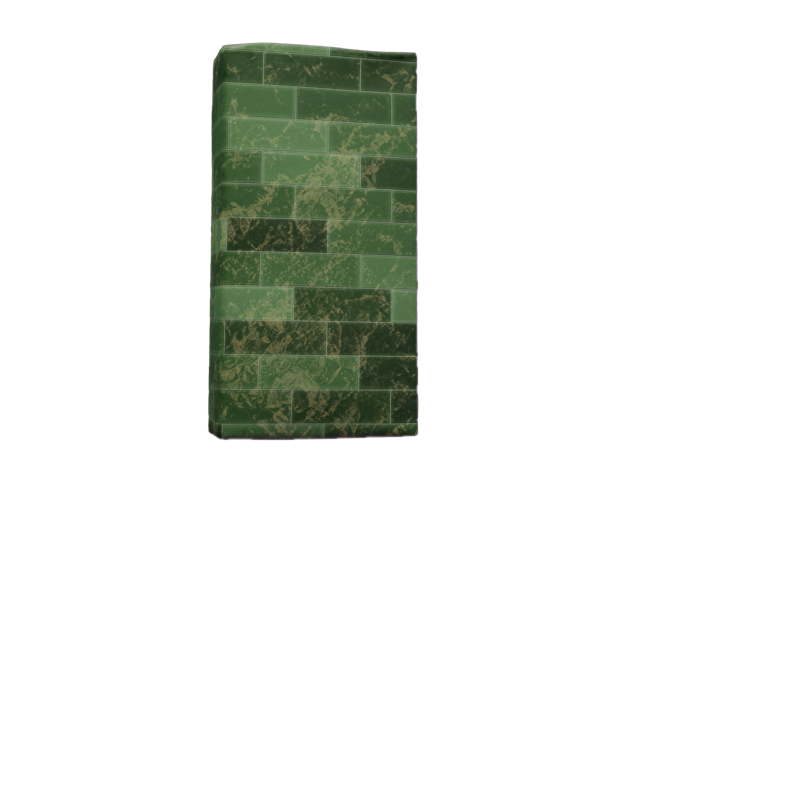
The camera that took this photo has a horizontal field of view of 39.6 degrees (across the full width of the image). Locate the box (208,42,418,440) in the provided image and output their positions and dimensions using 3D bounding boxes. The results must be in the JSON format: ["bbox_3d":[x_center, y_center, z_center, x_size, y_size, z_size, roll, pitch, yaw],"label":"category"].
[{"bbox_3d":[-0.040,-0.073,0.509,0.092,0.177,0.049,0,-2,-13],"label":"box"}]
